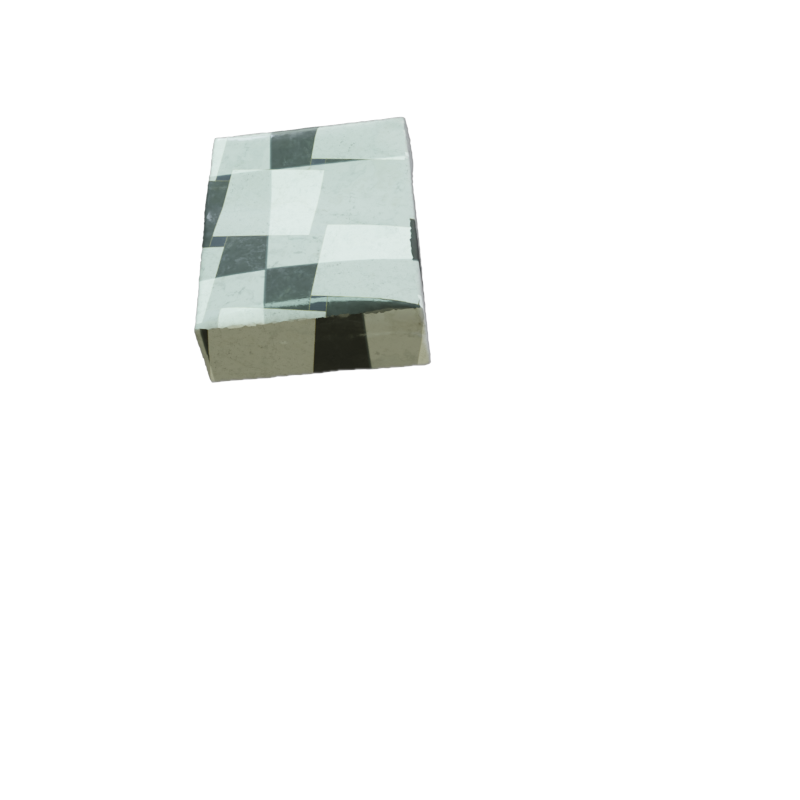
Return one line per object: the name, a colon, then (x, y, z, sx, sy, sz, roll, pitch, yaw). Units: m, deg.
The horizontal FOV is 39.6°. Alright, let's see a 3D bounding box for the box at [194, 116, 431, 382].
box: (-0.067, -0.122, 0.856, 0.165, 0.230, 0.066, -6, -41, 4)
